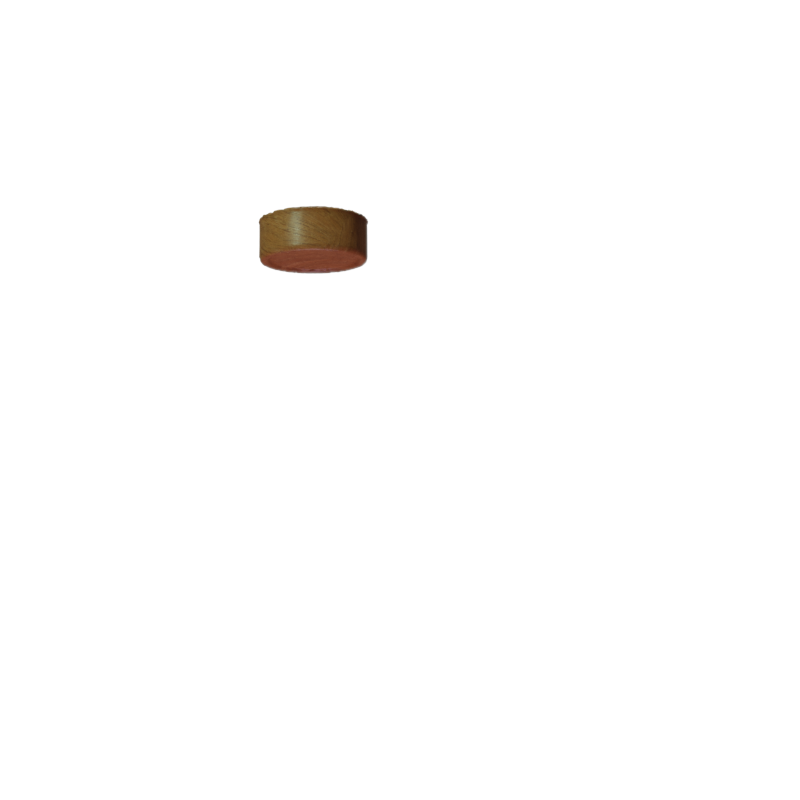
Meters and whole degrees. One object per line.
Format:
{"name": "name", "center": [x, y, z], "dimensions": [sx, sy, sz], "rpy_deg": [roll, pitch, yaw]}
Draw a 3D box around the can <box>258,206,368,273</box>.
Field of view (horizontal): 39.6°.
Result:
{"name": "can", "center": [-0.068, -0.124, 0.867], "dimensions": [0.086, 0.034, 0.084], "rpy_deg": [0, -8, -2]}
